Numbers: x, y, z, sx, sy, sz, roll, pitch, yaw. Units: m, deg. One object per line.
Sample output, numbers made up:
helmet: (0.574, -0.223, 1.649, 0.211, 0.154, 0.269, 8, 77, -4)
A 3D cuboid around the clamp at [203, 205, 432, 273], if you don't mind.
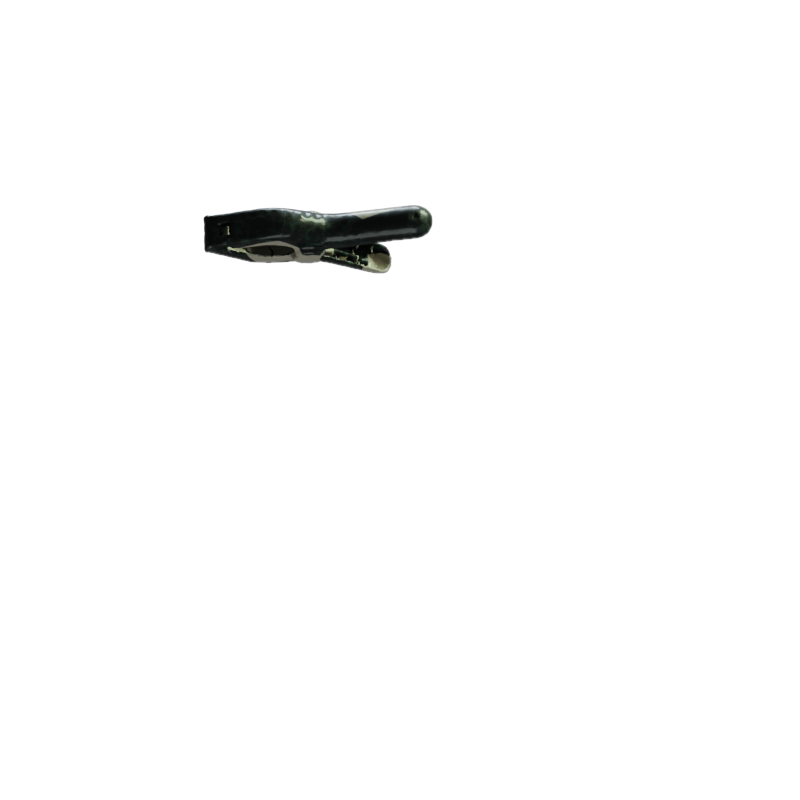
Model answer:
clamp: (-0.068, -0.125, 0.872, 0.170, 0.041, 0.115, 2, -17, -5)
